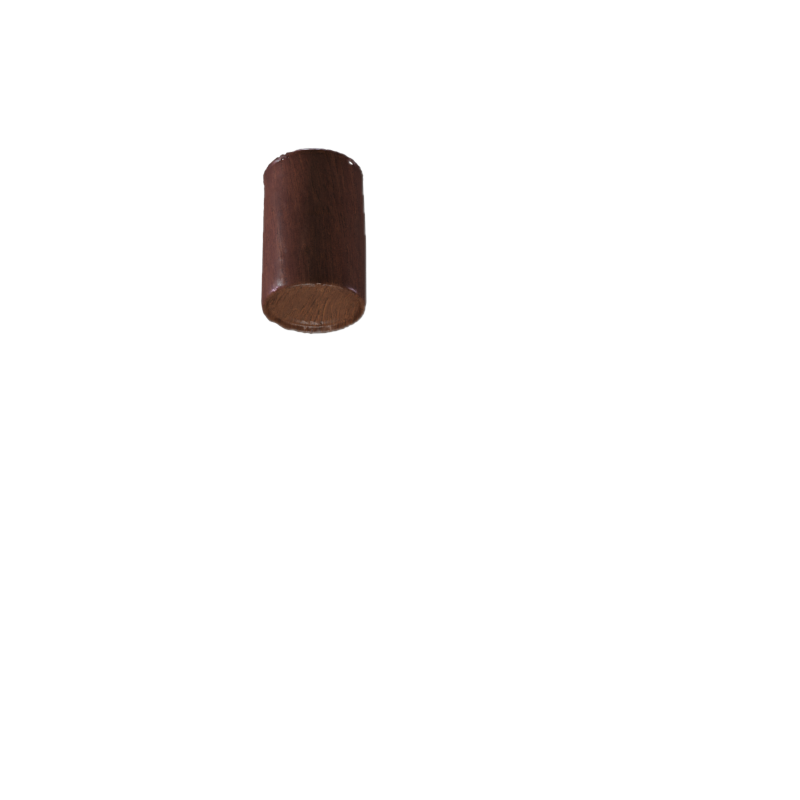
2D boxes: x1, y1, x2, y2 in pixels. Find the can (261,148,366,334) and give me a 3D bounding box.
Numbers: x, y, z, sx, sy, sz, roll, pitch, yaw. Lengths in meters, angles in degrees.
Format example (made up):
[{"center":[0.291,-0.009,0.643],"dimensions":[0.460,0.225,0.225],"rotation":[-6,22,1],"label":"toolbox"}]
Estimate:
[{"center":[-0.056,-0.103,0.721],"dimensions":[0.068,0.109,0.064],"rotation":[0,-29,-2],"label":"can"}]
